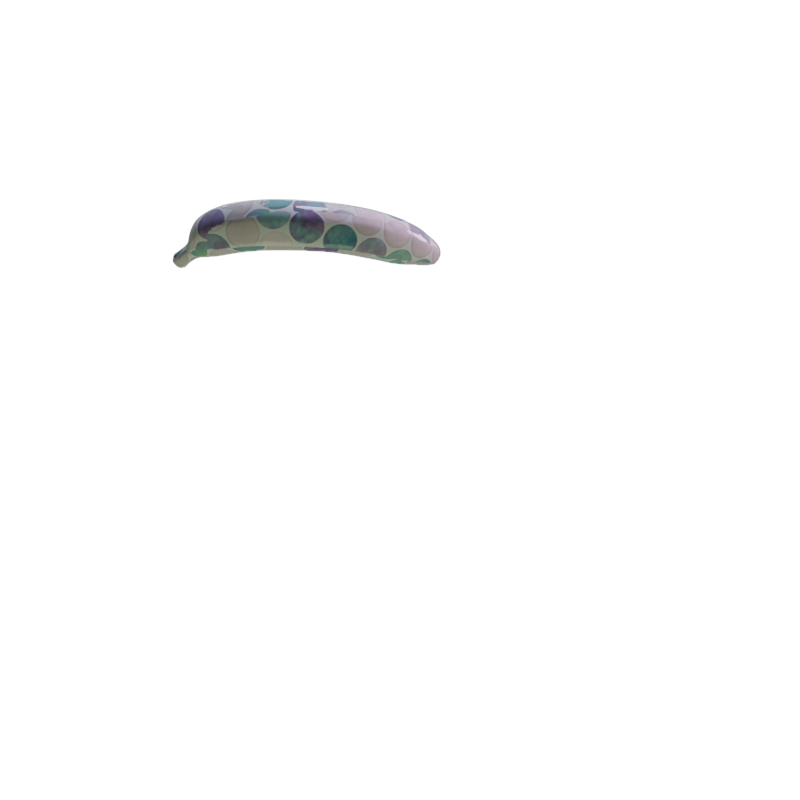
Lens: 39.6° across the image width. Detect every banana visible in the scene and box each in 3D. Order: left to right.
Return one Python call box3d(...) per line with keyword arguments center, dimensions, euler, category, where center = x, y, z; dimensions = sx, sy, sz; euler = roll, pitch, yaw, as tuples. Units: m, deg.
box3d(center=(-0.065, -0.120, 0.797), dimensions=(0.197, 0.038, 0.067), euler=(1, -12, -4), category="banana")
